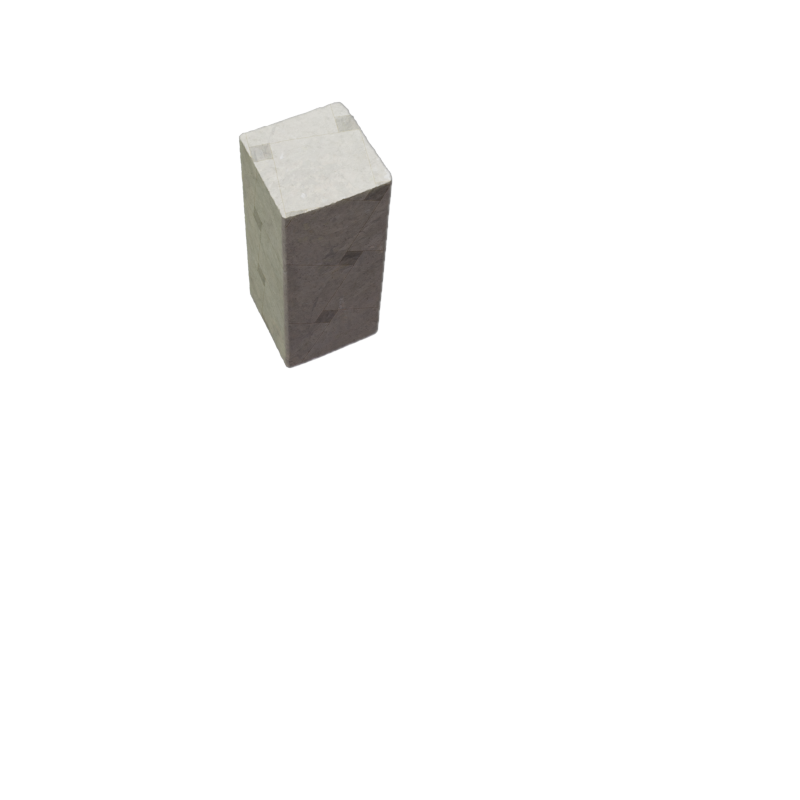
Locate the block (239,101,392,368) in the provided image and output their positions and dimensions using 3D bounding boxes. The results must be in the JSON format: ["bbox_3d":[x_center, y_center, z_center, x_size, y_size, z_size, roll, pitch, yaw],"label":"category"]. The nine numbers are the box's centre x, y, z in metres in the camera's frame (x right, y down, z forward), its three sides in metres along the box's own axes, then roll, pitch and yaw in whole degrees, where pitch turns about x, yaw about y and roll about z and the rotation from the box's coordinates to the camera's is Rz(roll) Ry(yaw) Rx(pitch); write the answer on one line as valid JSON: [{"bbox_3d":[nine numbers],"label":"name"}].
[{"bbox_3d":[-0.070,-0.128,0.897,0.090,0.097,0.193,-21,-29,-16],"label":"block"}]
